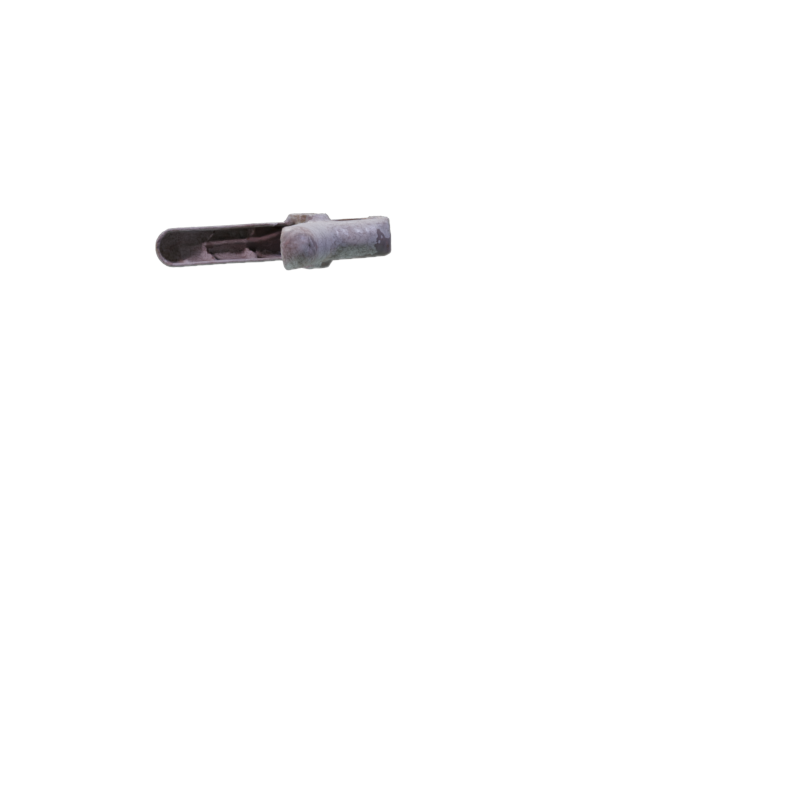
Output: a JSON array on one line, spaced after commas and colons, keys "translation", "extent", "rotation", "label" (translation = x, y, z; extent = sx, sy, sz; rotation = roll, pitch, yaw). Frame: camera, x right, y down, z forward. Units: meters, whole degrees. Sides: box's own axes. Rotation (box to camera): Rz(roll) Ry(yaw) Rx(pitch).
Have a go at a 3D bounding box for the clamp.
[{"translation": [-0.055, -0.101, 0.707], "extent": [0.167, 0.038, 0.127], "rotation": [-14, 21, -41], "label": "clamp"}]
